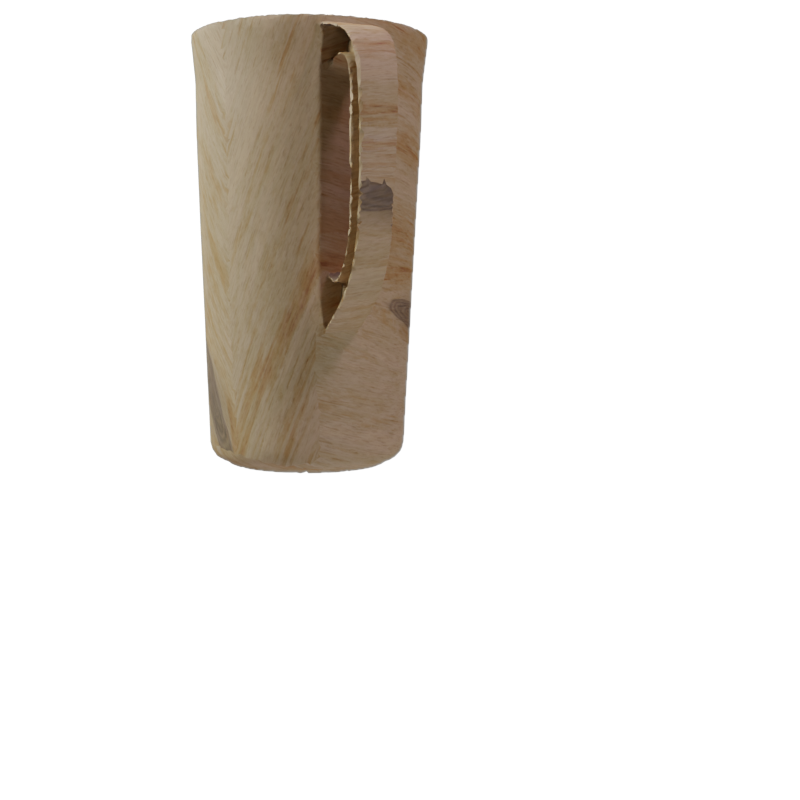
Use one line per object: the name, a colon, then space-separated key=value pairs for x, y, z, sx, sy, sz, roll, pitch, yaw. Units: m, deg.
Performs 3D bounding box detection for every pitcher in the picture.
pitcher: x=-0.048 y=-0.087 z=0.612 sx=0.149 sy=0.244 sz=0.145 roll=0 pitch=1 yaw=23
